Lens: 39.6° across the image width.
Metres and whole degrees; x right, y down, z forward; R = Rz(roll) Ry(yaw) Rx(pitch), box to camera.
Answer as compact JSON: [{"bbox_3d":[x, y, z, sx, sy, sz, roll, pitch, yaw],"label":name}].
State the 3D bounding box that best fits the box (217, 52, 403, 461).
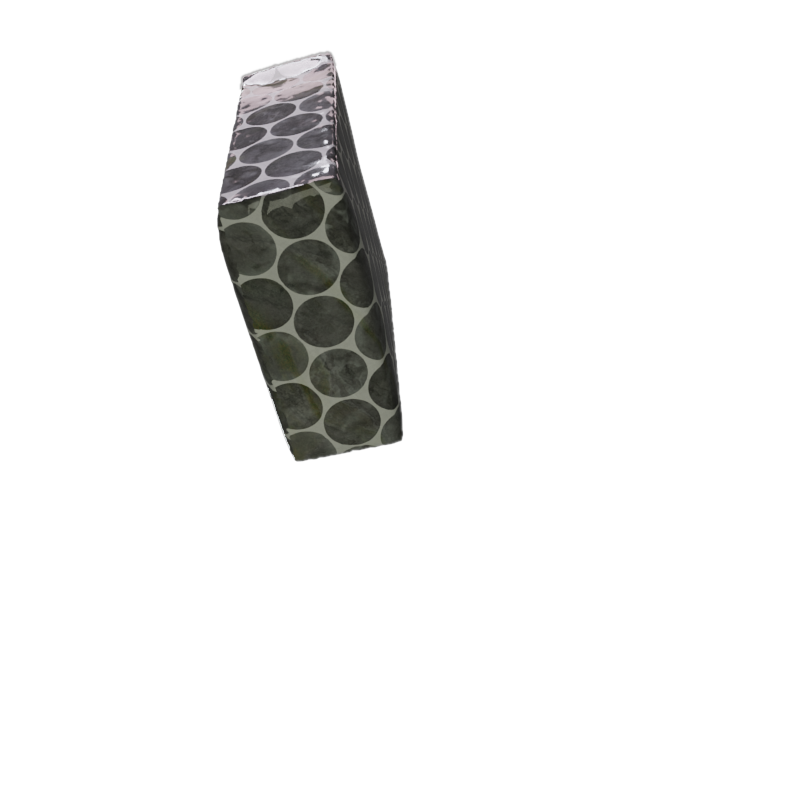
[{"bbox_3d":[-0.052,-0.096,0.669,0.072,0.154,0.227,-13,31,4],"label":"box"}]
